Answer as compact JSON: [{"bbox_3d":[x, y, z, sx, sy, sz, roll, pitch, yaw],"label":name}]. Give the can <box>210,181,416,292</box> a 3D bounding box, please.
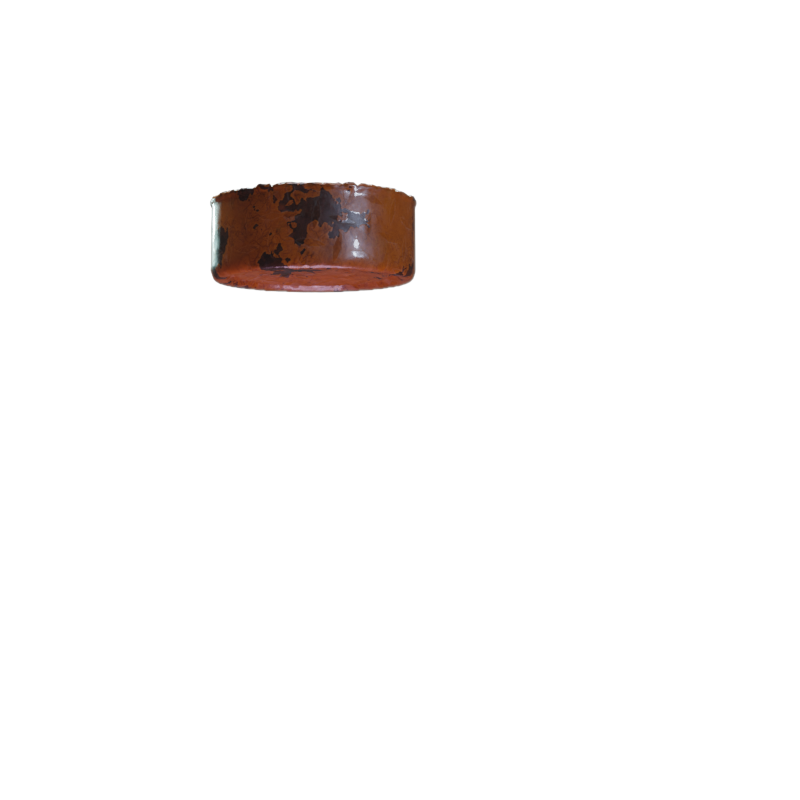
[{"bbox_3d":[-0.036,-0.066,0.459,0.086,0.034,0.085,0,-2,-2],"label":"can"}]
